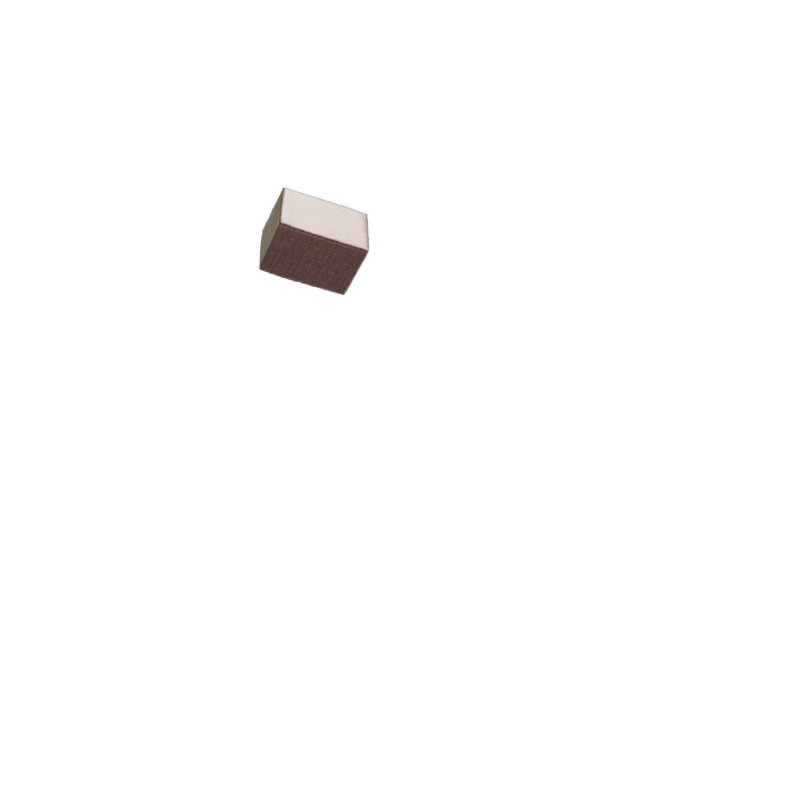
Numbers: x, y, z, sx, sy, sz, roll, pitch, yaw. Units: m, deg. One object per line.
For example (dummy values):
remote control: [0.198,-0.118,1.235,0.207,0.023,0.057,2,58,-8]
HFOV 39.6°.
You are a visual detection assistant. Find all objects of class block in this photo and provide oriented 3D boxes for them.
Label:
block: [-0.071,-0.129,0.904,0.076,0.050,0.055,17,40,-16]
